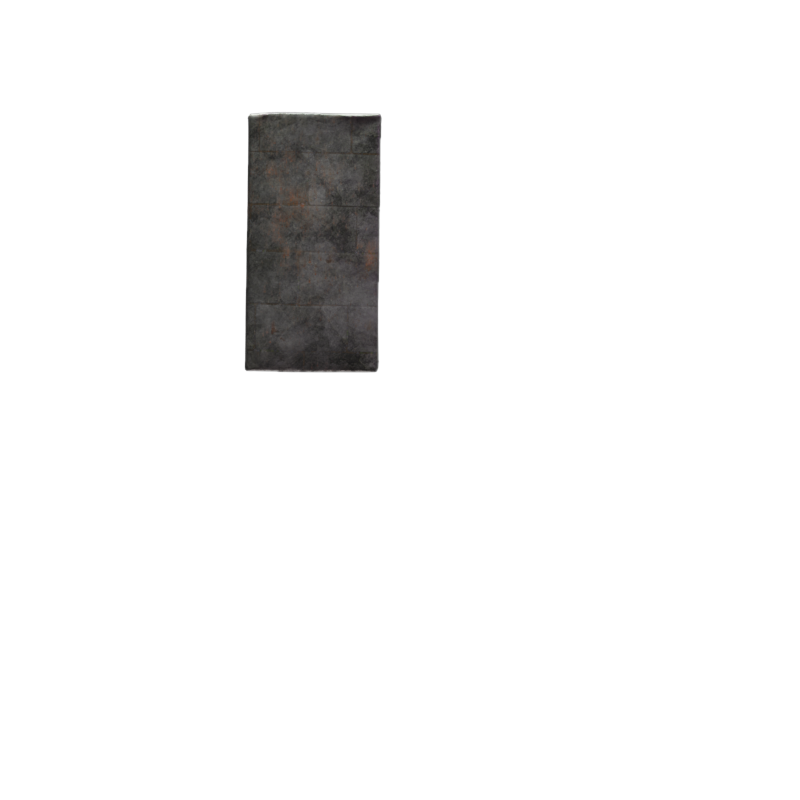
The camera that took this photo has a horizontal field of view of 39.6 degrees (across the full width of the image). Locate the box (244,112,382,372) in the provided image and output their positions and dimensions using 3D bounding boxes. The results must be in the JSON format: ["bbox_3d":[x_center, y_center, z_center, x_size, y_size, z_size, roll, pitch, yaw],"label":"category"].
[{"bbox_3d":[-0.060,-0.109,0.765,0.093,0.175,0.048,0,3,-1],"label":"box"}]
